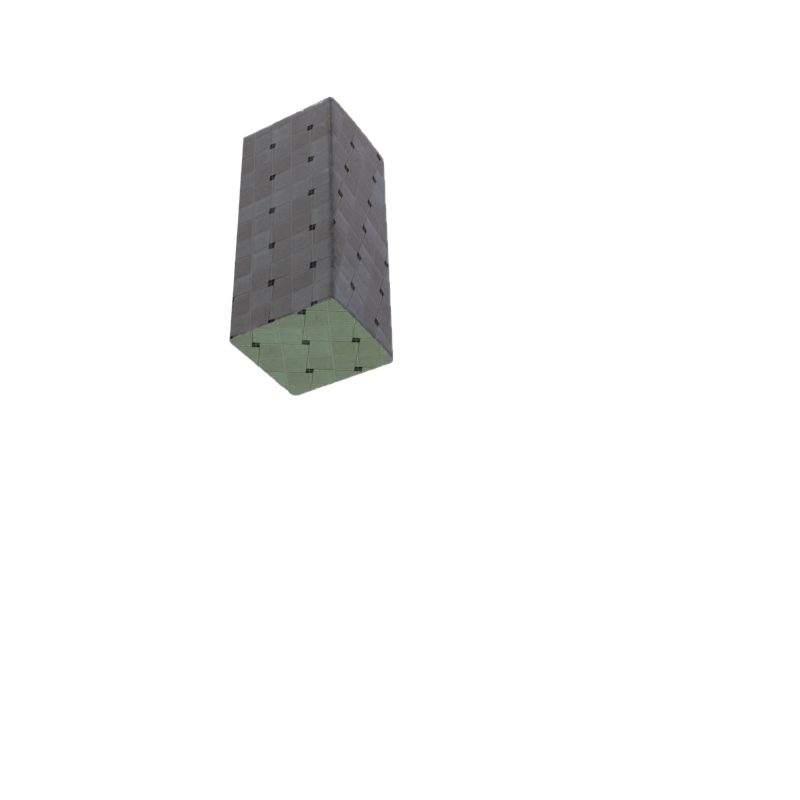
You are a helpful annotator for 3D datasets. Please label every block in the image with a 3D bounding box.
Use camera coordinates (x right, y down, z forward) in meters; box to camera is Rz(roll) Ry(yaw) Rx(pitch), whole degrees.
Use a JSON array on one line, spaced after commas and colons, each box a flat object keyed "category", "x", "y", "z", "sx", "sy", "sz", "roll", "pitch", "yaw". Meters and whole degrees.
[{"category": "block", "x": -0.067, "y": -0.122, "z": 0.860, "sx": 0.091, "sy": 0.221, "sz": 0.083, "roll": -21, "pitch": -41, "yaw": 22}]
